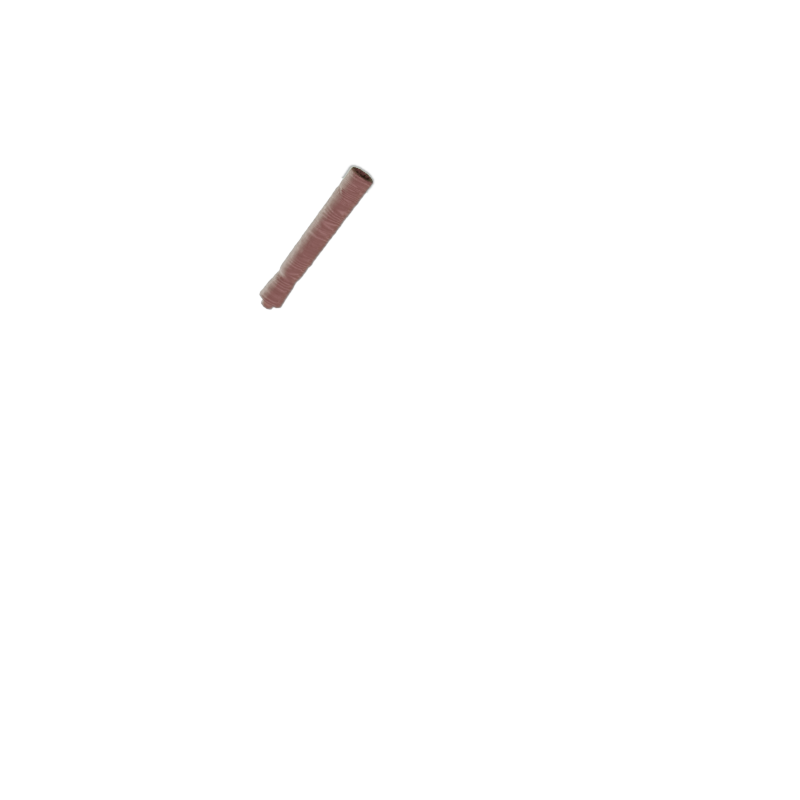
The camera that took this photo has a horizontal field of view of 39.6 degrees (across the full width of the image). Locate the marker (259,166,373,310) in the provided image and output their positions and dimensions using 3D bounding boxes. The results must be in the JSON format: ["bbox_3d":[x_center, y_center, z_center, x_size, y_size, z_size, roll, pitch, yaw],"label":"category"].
[{"bbox_3d":[-0.060,-0.110,0.771,0.019,0.118,0.021,32,21,-18],"label":"marker"}]
